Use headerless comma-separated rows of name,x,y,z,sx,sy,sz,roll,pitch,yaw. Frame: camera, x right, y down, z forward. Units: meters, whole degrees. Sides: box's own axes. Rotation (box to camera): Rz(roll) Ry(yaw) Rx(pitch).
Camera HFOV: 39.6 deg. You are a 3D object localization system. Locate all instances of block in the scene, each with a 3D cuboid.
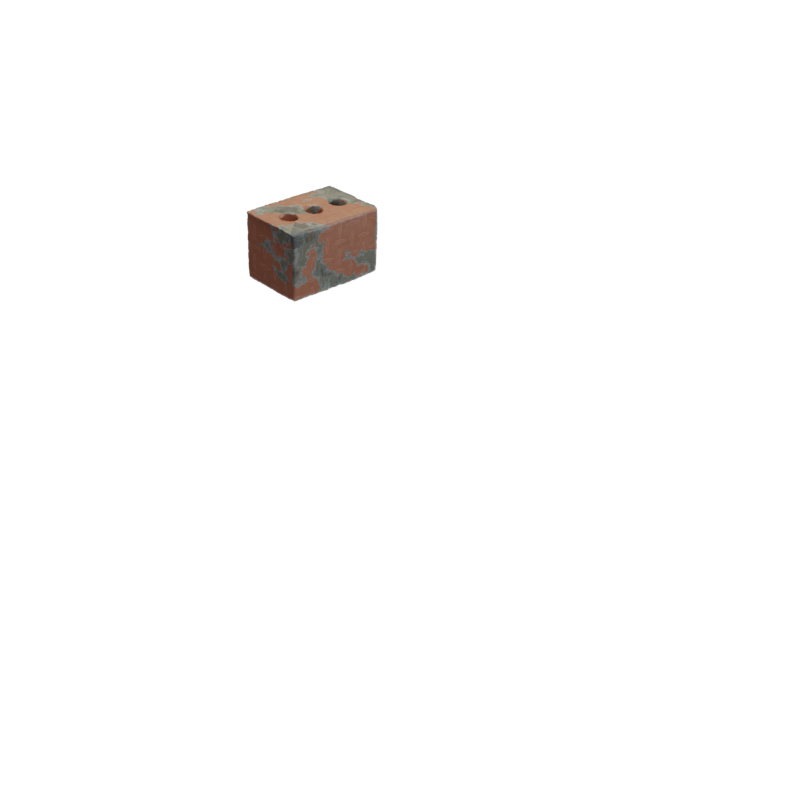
block,-0.061,-0.110,0.774,0.077,0.048,0.056,-24,37,-36
